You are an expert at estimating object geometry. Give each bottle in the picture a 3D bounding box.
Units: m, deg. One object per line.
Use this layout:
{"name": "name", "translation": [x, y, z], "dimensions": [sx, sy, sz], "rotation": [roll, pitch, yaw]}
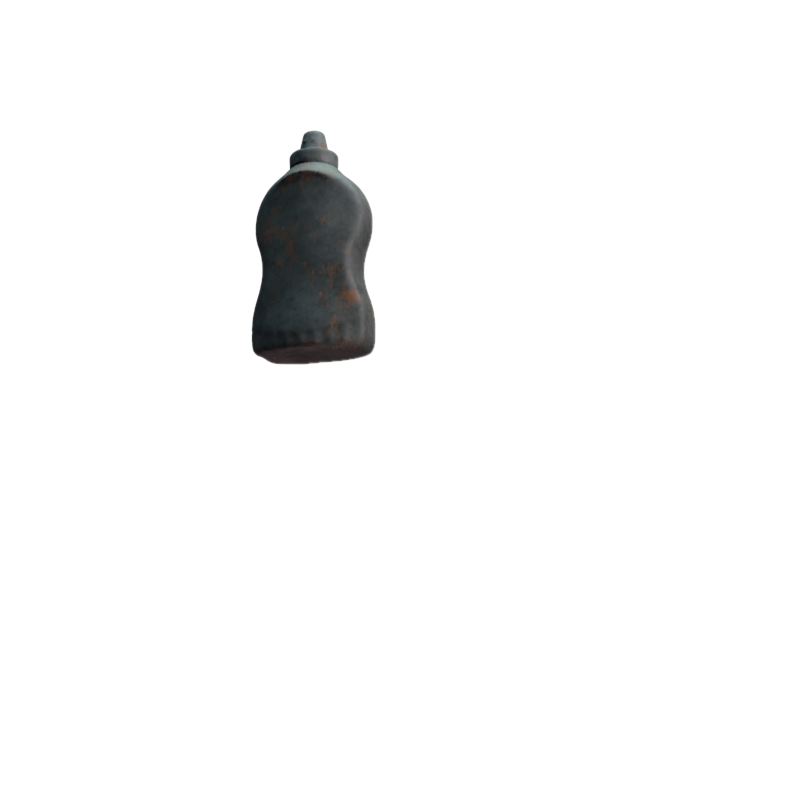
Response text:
{"name": "bottle", "translation": [-0.070, -0.128, 0.900], "dimensions": [0.098, 0.200, 0.055], "rotation": [-8, -19, 20]}
